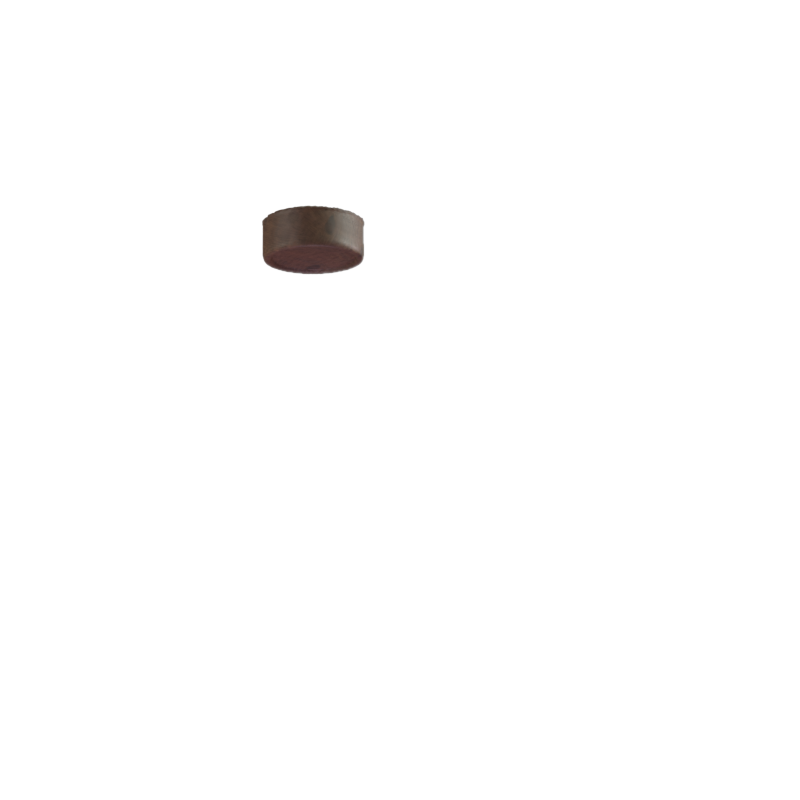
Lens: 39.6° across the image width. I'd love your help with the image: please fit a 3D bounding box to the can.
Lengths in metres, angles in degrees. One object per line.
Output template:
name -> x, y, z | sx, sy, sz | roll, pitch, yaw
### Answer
can -> -0.072, -0.132, 0.924 | 0.086, 0.035, 0.083 | 0, -11, -2
